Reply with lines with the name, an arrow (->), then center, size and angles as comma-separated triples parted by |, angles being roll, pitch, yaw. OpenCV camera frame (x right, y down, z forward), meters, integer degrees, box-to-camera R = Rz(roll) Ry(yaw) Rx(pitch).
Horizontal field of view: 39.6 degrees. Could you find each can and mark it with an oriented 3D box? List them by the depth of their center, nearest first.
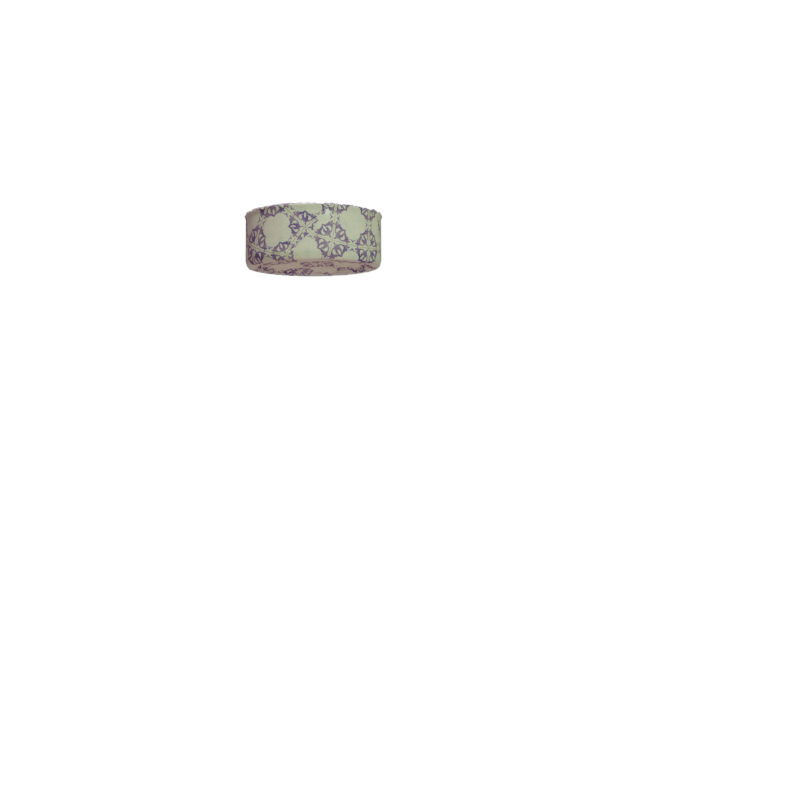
can -> -0.054, -0.098, 0.689 | 0.086, 0.034, 0.085 | 0, -2, -2
